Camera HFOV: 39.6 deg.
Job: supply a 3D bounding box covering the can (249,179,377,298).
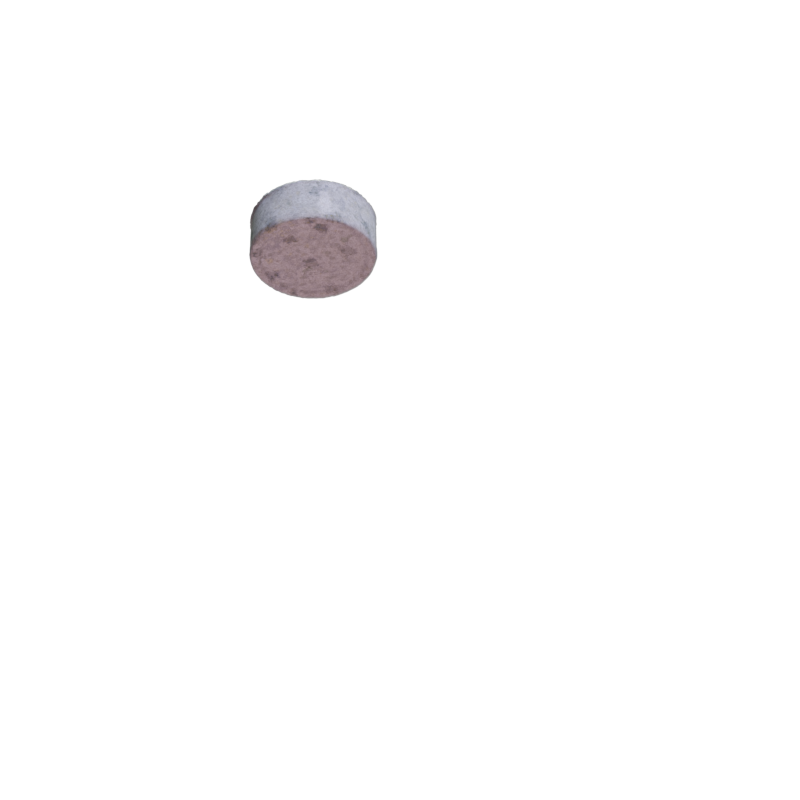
[{"bbox_3d":[-0.058,-0.106,0.740,0.086,0.036,0.080,1,-37,-2],"label":"can"}]
